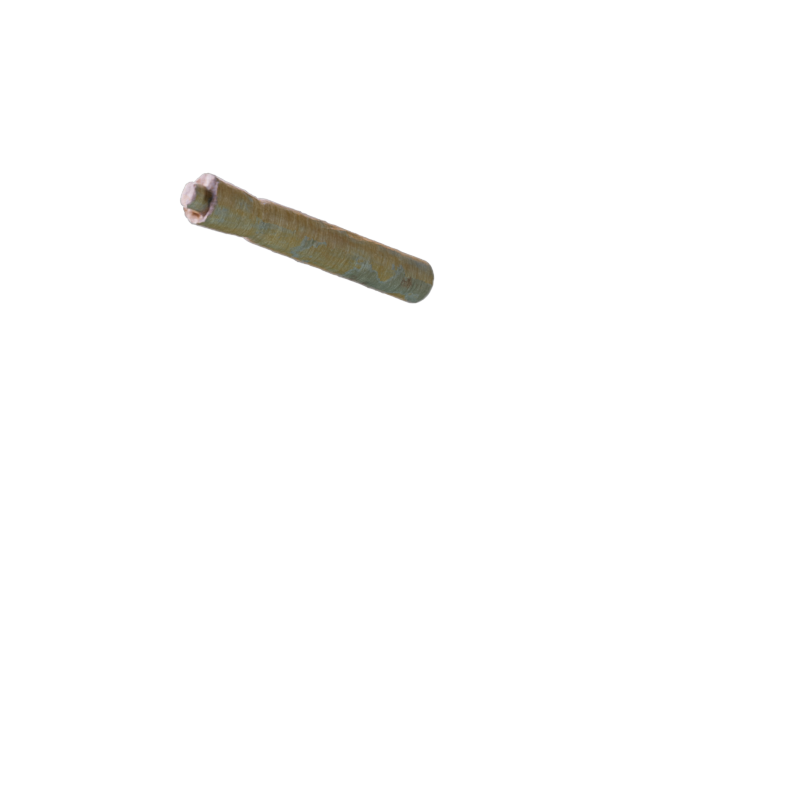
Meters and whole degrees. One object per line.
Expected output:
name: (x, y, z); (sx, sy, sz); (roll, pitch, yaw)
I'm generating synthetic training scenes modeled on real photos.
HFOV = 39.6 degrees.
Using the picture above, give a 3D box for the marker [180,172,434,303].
marker: (-0.033, -0.059, 0.416); (0.114, 0.020, 0.021); (15, -8, -43)
